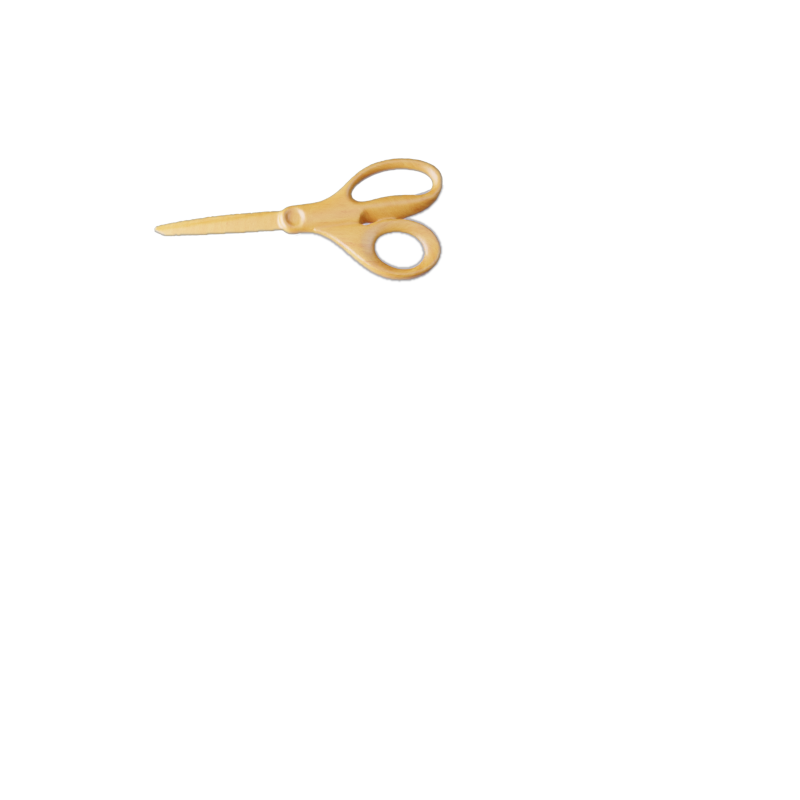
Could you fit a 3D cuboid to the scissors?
[{"bbox_3d":[-0.060,-0.109,0.766,0.201,0.101,0.015,-20,-17,-6],"label":"scissors"}]
